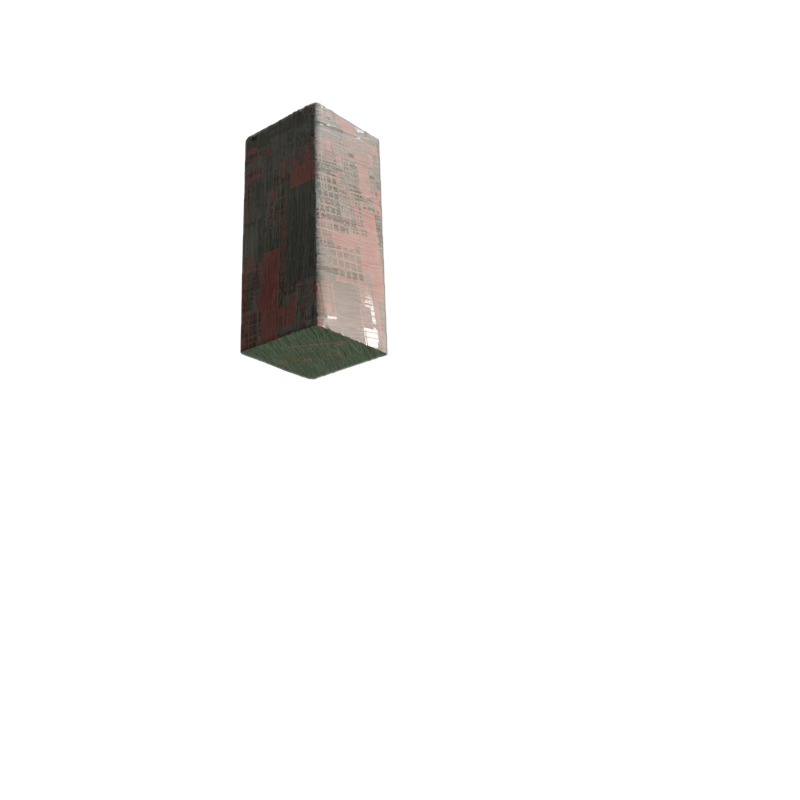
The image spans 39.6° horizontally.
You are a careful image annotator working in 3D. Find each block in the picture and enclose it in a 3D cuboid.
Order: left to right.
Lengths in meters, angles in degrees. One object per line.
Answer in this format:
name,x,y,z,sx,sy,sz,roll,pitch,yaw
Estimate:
block,-0.075,-0.136,0.949,0.091,0.218,0.084,-21,-31,36
